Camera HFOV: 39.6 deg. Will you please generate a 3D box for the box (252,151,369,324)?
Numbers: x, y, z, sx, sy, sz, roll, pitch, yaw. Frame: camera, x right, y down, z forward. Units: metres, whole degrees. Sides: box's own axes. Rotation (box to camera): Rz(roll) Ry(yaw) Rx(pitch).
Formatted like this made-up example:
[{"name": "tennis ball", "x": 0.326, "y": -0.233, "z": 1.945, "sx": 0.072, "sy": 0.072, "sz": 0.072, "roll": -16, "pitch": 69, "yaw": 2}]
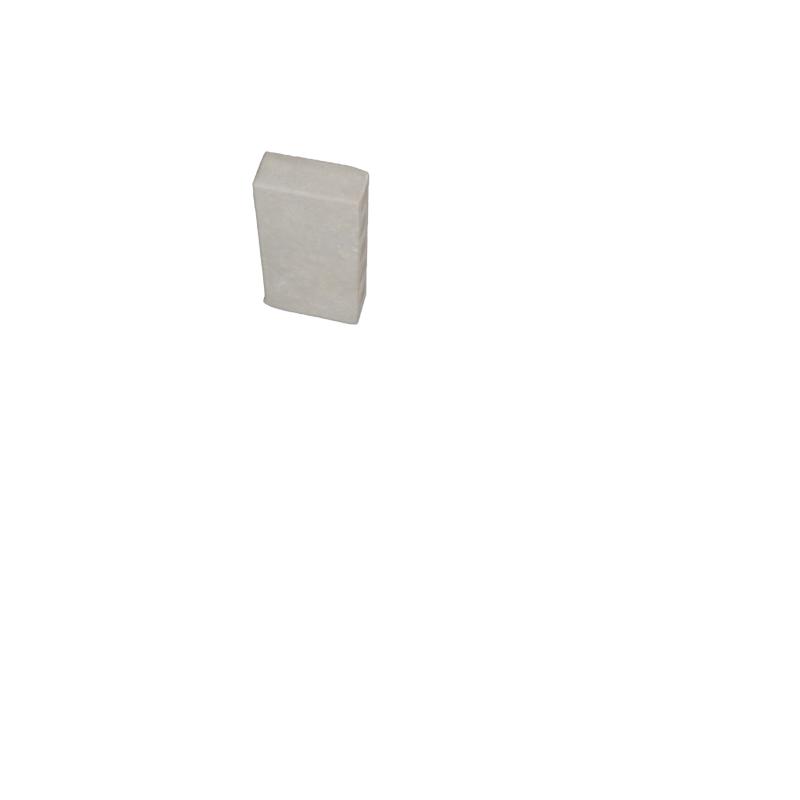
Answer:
[{"name": "box", "x": -0.076, "y": -0.139, "z": 0.973, "sx": 0.095, "sy": 0.051, "sz": 0.165, "roll": 13, "pitch": -35, "yaw": 6}]
